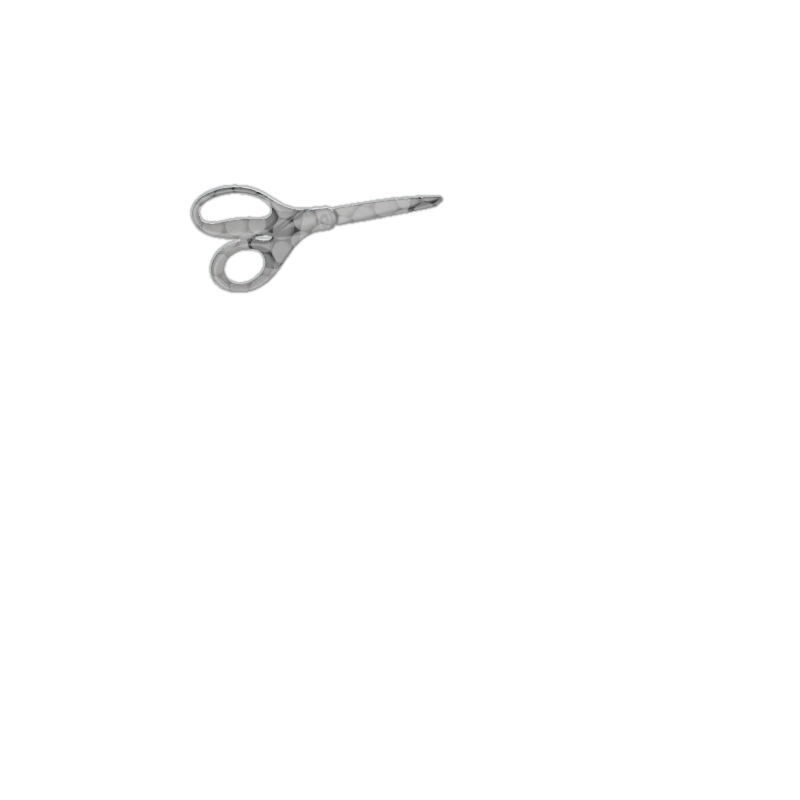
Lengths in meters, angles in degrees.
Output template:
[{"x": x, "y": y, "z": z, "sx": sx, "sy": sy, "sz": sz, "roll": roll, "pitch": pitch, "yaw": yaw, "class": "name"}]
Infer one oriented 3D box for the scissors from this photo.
[{"x": -0.071, "y": -0.129, "z": 0.903, "sx": 0.201, "sy": 0.094, "sz": 0.016, "roll": 6, "pitch": 10, "yaw": -1, "class": "scissors"}]
